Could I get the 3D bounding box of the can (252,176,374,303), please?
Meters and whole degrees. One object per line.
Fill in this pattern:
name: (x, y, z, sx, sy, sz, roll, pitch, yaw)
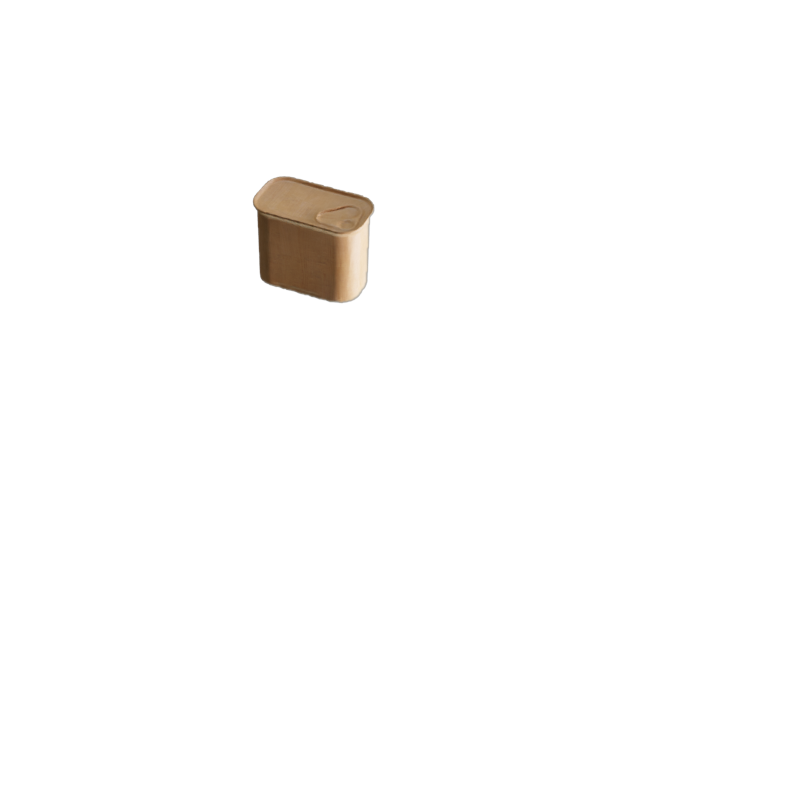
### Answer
can: (-0.076, -0.138, 0.969, 0.105, 0.078, 0.060, 17, 43, 17)
